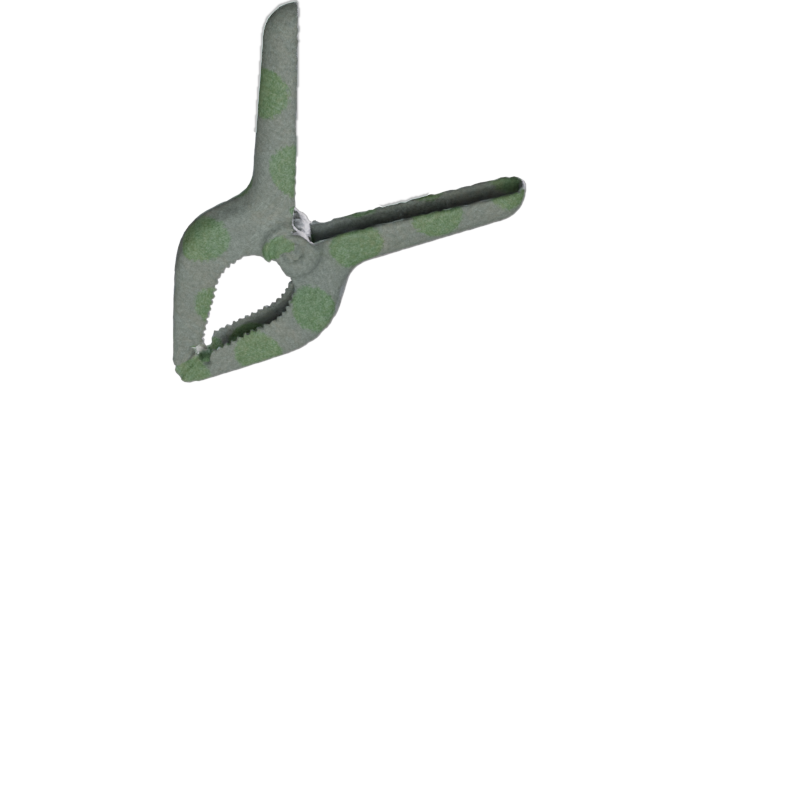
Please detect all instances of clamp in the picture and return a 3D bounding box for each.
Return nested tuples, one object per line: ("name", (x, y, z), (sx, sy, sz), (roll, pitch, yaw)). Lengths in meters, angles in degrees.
("clamp", (-0.047, -0.085, 0.595), (0.160, 0.205, 0.038), (30, 21, -14))
